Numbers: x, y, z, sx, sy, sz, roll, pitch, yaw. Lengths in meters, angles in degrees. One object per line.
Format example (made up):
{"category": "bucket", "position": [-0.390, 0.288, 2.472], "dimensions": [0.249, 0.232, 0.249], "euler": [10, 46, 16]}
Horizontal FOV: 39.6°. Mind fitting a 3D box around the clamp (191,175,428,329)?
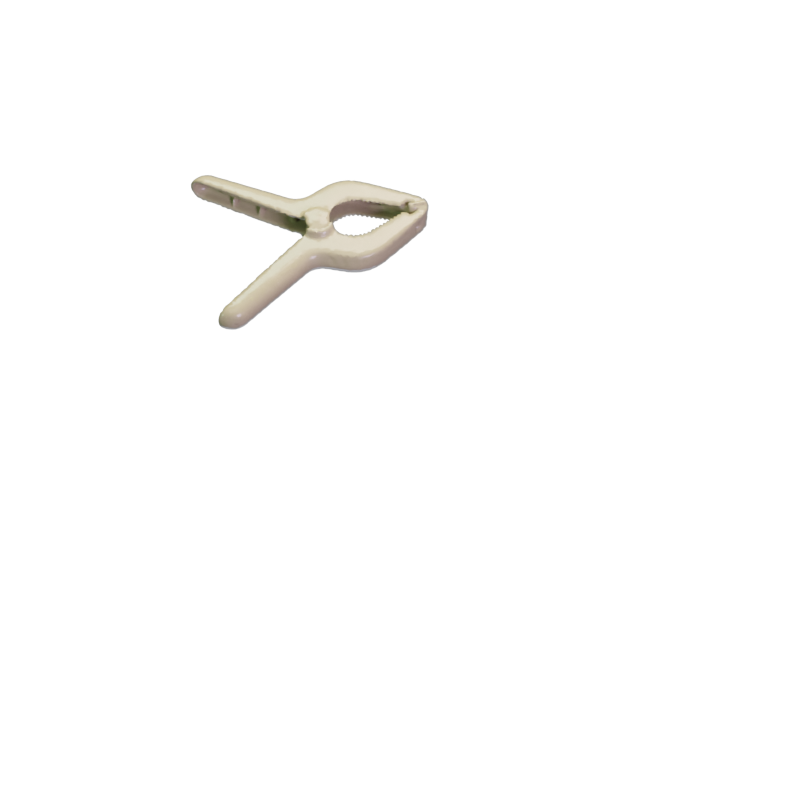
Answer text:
{"category": "clamp", "position": [-0.076, -0.139, 0.976], "dimensions": [0.209, 0.177, 0.034], "euler": [-6, -34, -4]}
